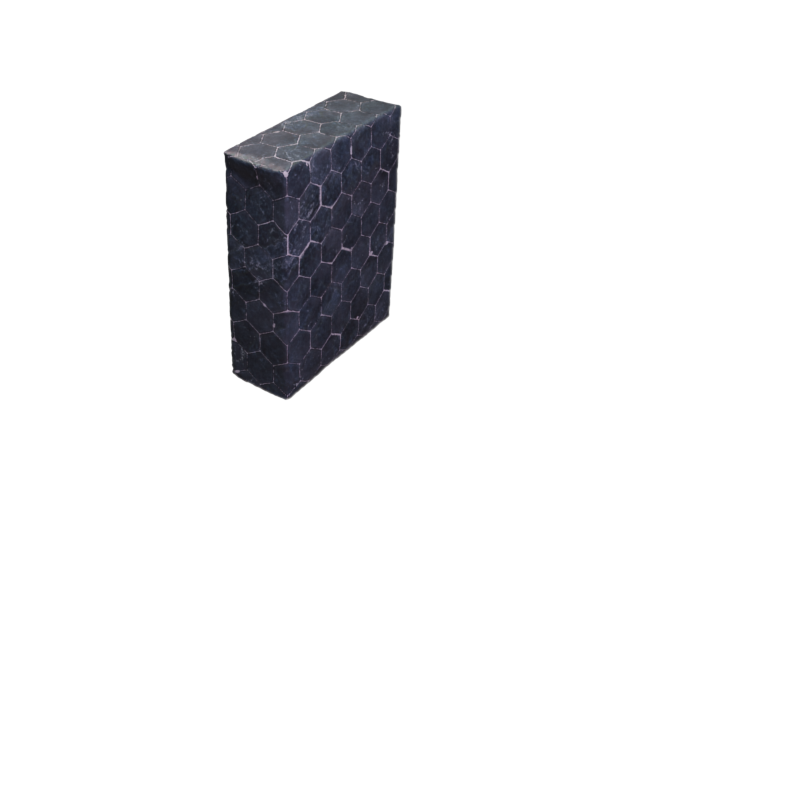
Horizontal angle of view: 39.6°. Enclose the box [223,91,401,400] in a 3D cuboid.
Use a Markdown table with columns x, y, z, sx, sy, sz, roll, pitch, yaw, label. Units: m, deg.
| x | y | z | sx | sy | sz | roll | pitch | yaw | label |
| --- | --- | --- | --- | --- | --- | --- | --- | --- | --- |
| -0.074 | -0.134 | 0.940 | 0.075 | 0.201 | 0.166 | 20 | 37 | 26 | box |
